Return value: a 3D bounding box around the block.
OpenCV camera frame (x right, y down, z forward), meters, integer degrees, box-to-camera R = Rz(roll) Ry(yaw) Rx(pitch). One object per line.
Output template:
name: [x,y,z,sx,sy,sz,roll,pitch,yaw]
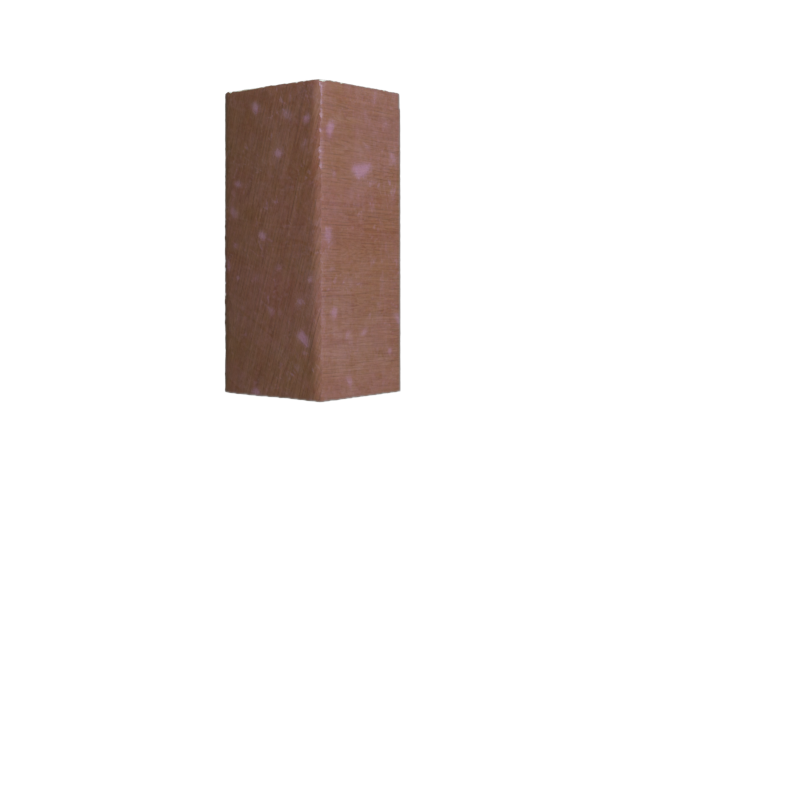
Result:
block: [-0.059,-0.109,0.762,0.094,0.207,0.087,0,0,39]
